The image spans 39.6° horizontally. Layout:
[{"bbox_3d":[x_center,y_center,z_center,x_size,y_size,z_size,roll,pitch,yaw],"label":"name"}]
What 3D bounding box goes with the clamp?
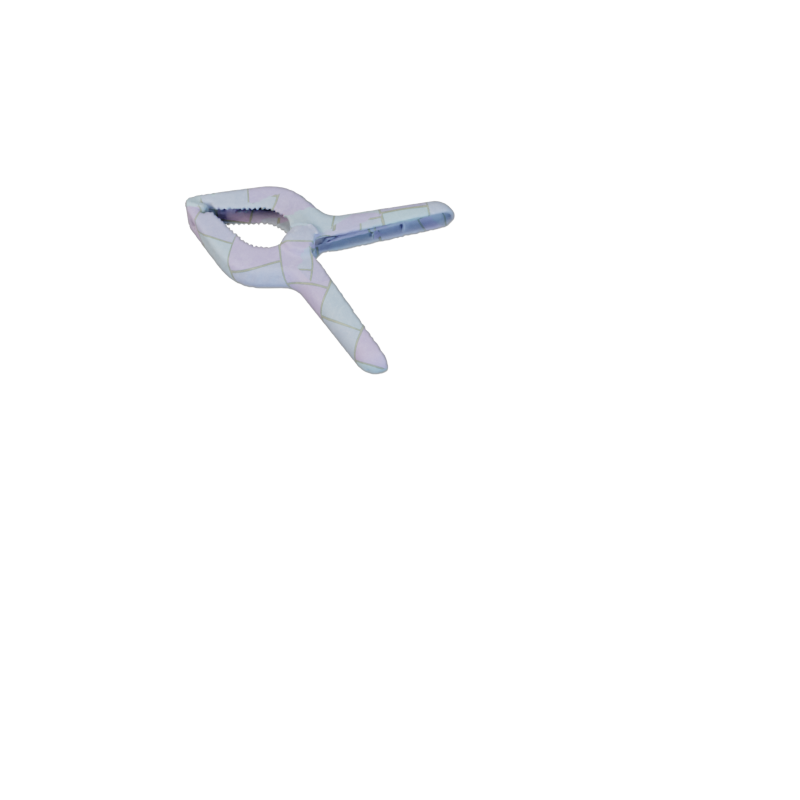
[{"bbox_3d":[-0.069,-0.126,0.881,0.218,0.170,0.034,25,-31,16],"label":"clamp"}]
